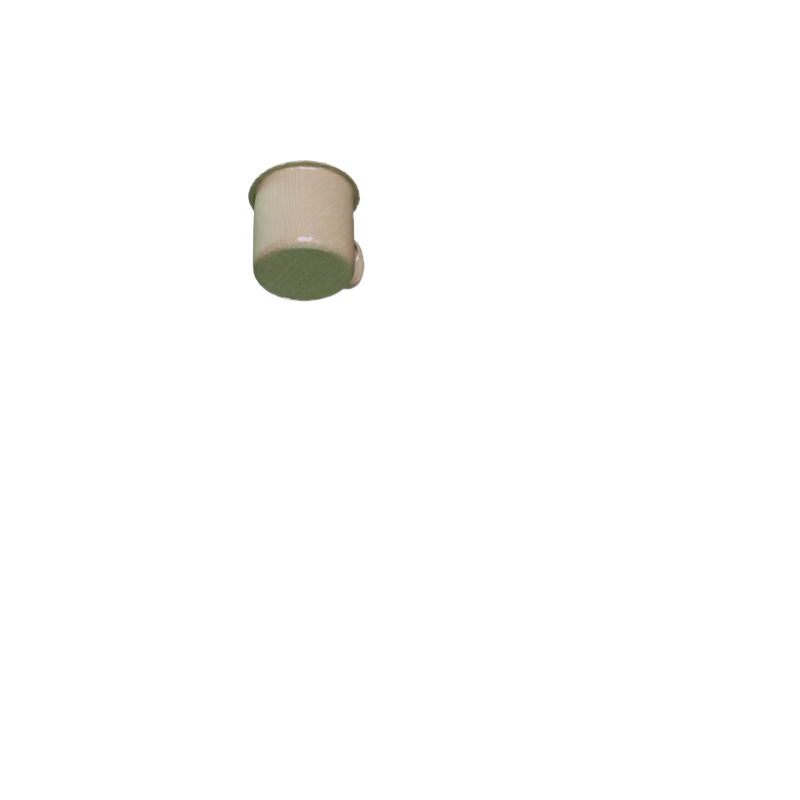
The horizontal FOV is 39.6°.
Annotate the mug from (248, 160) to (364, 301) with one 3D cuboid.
[{"bbox_3d":[-0.071,-0.130,0.909,0.094,0.087,0.109,-24,-39,30],"label":"mug"}]
